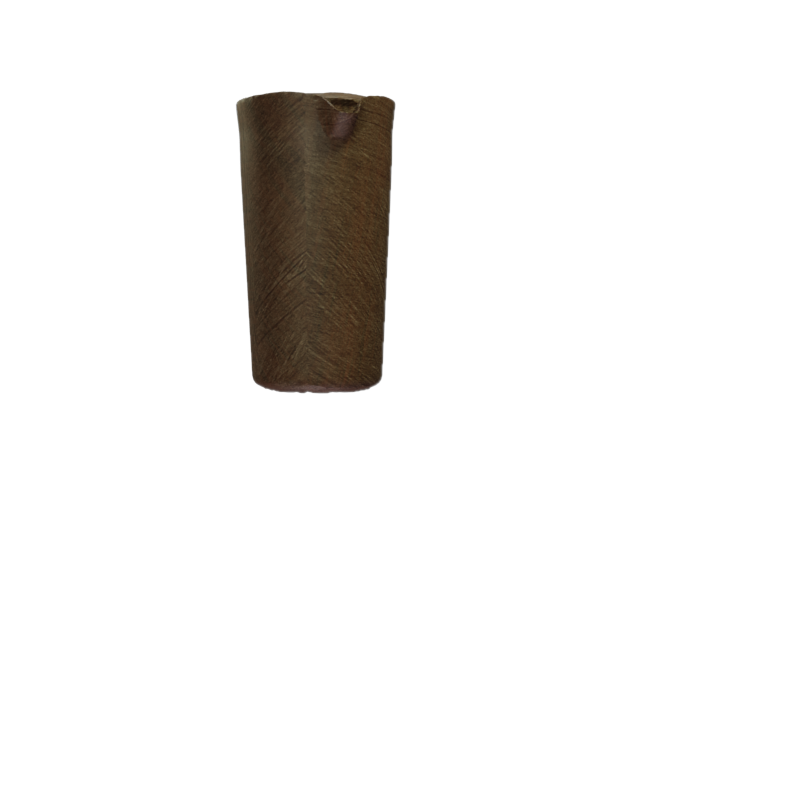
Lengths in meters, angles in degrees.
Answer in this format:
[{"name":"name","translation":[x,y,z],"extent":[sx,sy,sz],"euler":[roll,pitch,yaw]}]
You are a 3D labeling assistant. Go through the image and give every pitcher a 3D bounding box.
[{"name":"pitcher","translation":[-0.073,-0.133,0.931],"extent":[0.149,0.244,0.145],"euler":[0,0,24]}]
